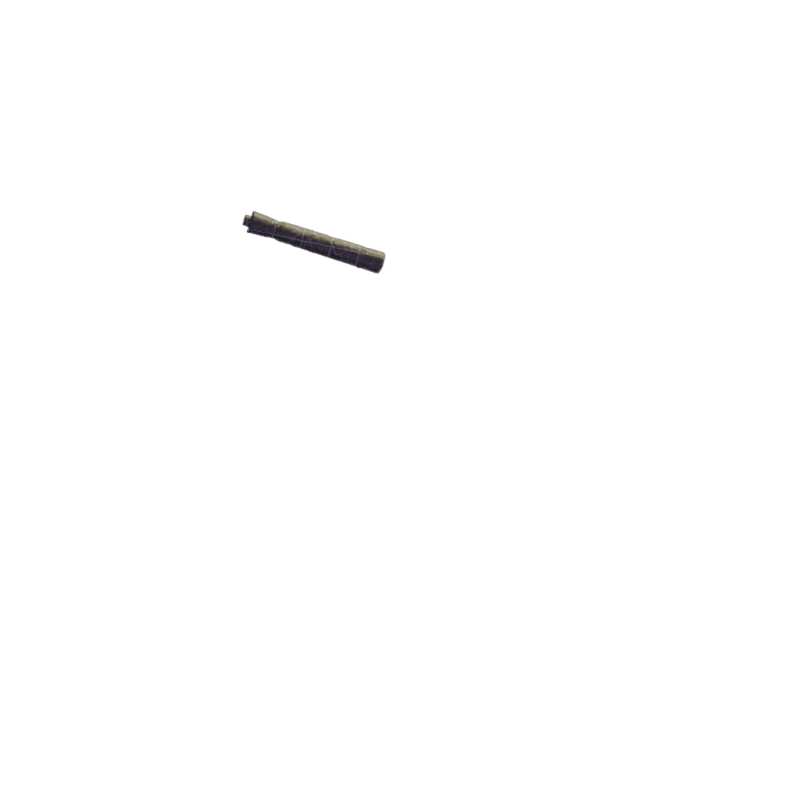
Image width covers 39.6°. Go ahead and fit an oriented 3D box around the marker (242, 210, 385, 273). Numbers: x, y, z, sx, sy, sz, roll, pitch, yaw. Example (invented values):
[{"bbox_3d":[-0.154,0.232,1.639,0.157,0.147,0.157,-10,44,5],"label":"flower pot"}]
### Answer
[{"bbox_3d":[-0.071,-0.130,0.913,0.119,0.020,0.020,16,0,-10],"label":"marker"}]
